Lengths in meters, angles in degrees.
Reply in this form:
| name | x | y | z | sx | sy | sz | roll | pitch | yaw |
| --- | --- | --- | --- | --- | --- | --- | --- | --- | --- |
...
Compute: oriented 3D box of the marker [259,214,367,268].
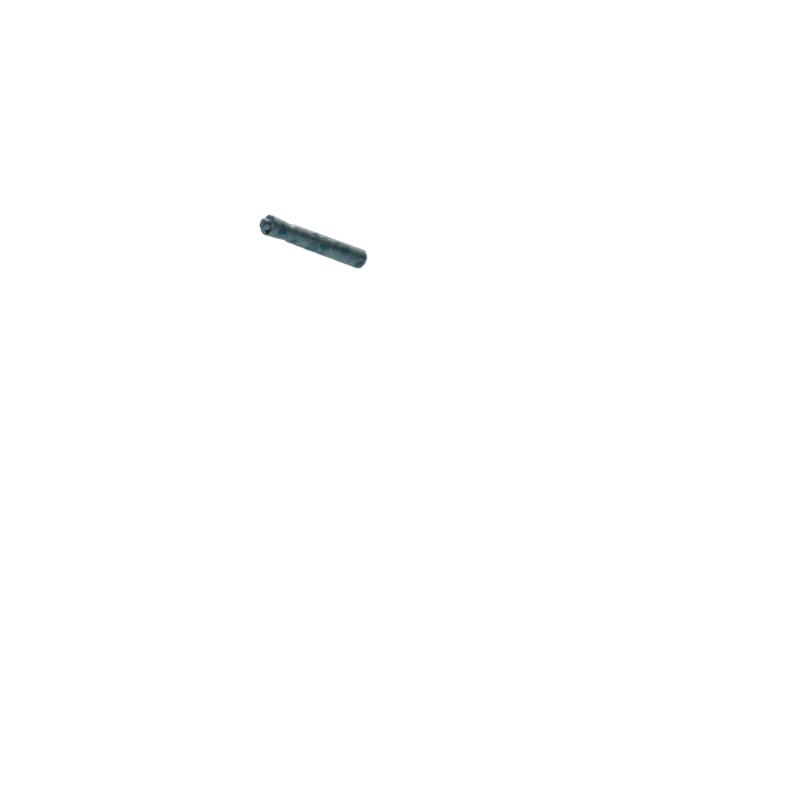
| name | x | y | z | sx | sy | sz | roll | pitch | yaw |
| --- | --- | --- | --- | --- | --- | --- | --- | --- | --- |
| marker | -0.078 | -0.143 | 1.000 | 0.114 | 0.020 | 0.021 | 15 | -7 | -41 |
